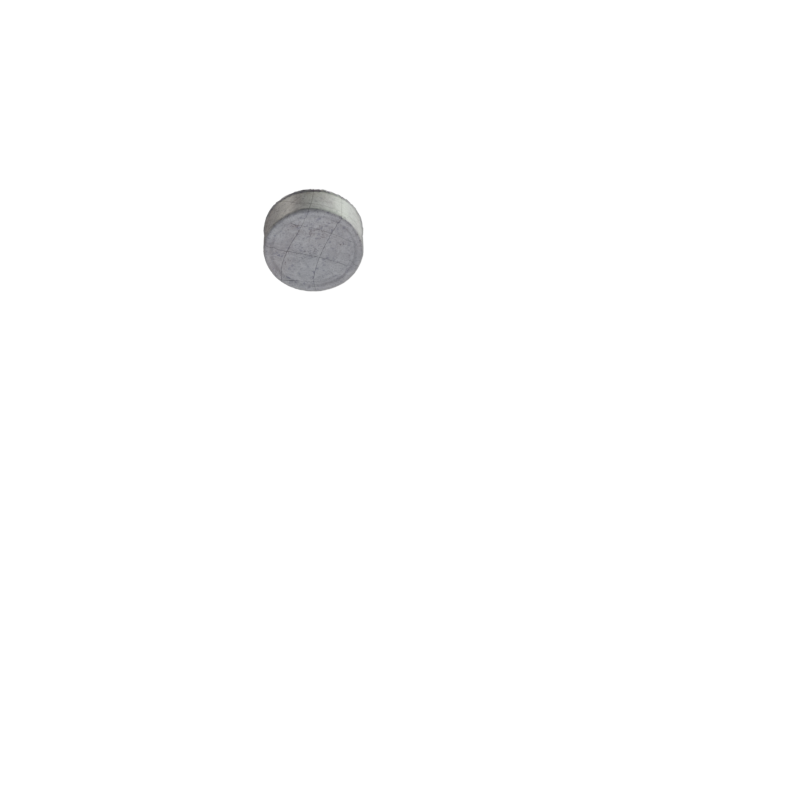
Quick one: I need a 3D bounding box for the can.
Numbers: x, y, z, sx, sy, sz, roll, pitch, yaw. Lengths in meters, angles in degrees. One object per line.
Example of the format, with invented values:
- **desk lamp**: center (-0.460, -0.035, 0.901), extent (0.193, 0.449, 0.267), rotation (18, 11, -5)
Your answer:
- **can**: center (-0.074, -0.134, 0.940), extent (0.086, 0.080, 0.036), rotation (1, 38, -1)
